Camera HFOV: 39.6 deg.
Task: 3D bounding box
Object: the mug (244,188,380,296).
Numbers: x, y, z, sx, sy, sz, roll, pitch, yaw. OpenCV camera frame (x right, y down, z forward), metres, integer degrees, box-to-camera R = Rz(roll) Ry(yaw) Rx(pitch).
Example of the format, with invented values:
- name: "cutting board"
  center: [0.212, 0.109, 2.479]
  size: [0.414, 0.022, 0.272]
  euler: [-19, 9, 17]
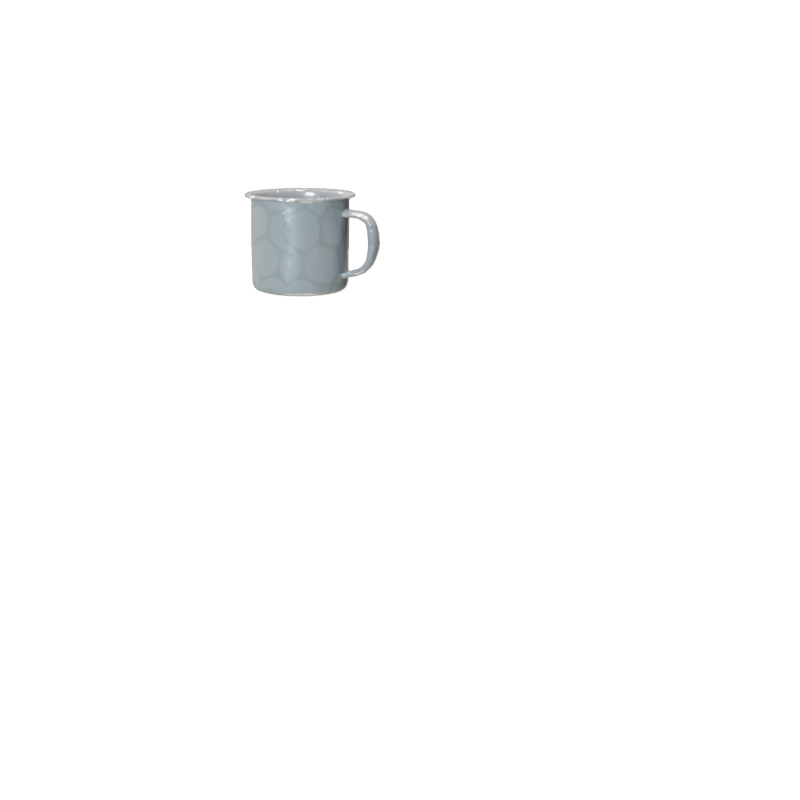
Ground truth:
- name: "mug"
  center: [-0.073, -0.132, 0.928]
  size: [0.120, 0.080, 0.093]
  euler: [5, 14, 19]
